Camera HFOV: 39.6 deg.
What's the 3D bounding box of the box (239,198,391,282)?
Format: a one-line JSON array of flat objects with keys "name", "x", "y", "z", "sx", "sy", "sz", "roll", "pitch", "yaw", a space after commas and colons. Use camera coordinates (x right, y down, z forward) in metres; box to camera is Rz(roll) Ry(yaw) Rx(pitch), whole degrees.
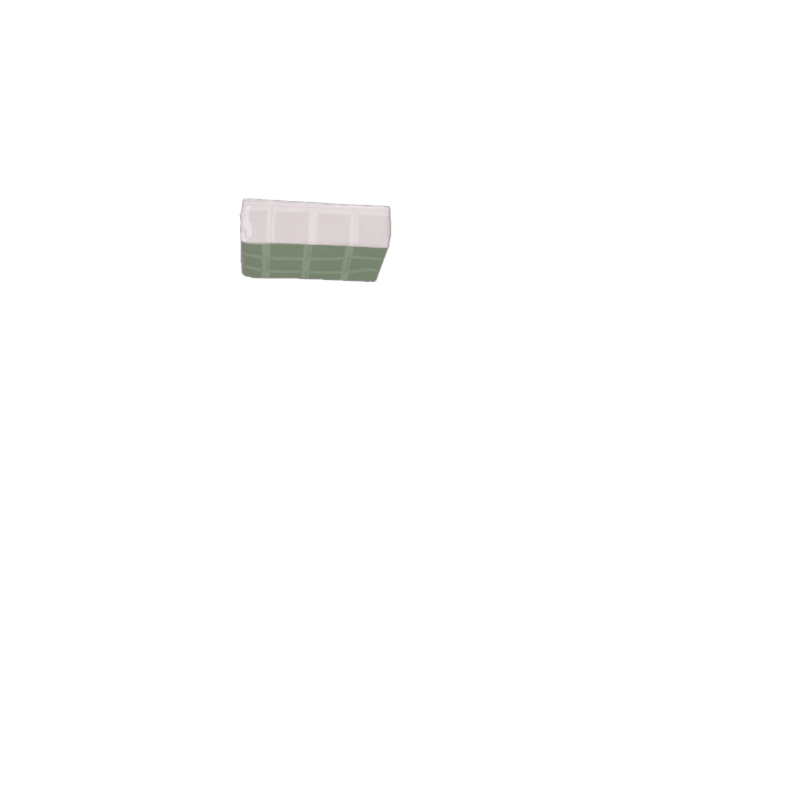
[{"name": "box", "x": -0.067, "y": -0.122, "z": 0.856, "sx": 0.113, "sy": 0.040, "sz": 0.087, "roll": 1, "pitch": -13, "yaw": -5}]
